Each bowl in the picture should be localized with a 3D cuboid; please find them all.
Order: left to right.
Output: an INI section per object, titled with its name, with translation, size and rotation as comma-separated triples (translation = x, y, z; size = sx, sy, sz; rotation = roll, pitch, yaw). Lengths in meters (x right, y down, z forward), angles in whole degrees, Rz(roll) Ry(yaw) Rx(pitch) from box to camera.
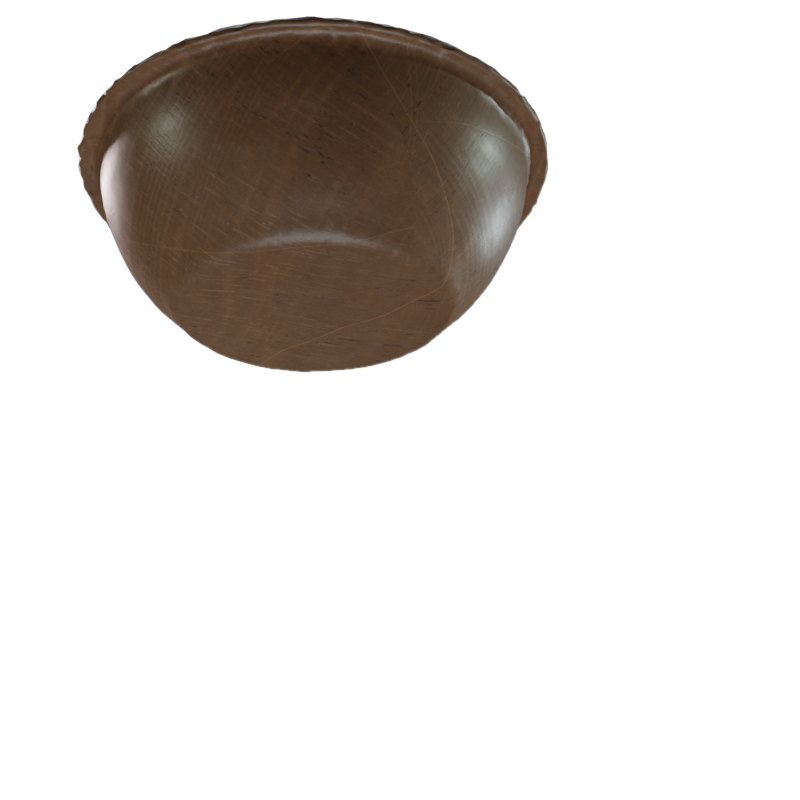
[bowl]
translation = -0.029, -0.053, 0.374
size = 0.162, 0.058, 0.153
rotation = 1, -26, -2
